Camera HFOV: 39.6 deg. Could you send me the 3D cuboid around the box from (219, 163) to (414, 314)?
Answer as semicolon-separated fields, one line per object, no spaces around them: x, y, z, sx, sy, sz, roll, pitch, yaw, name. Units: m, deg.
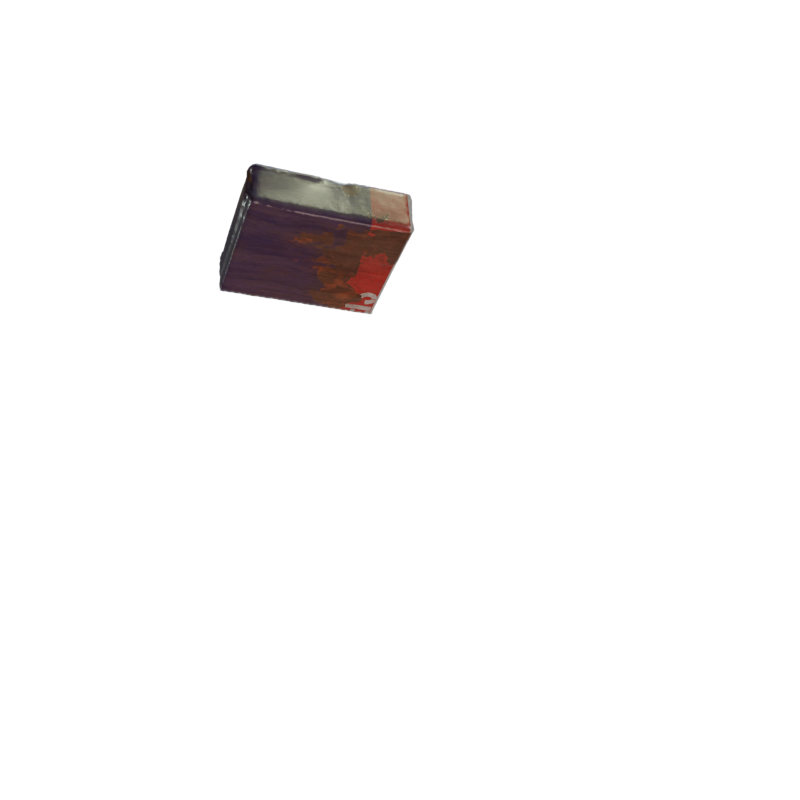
-0.046;-0.084;0.589;0.087;0.032;0.070;10;-39;-13;box
